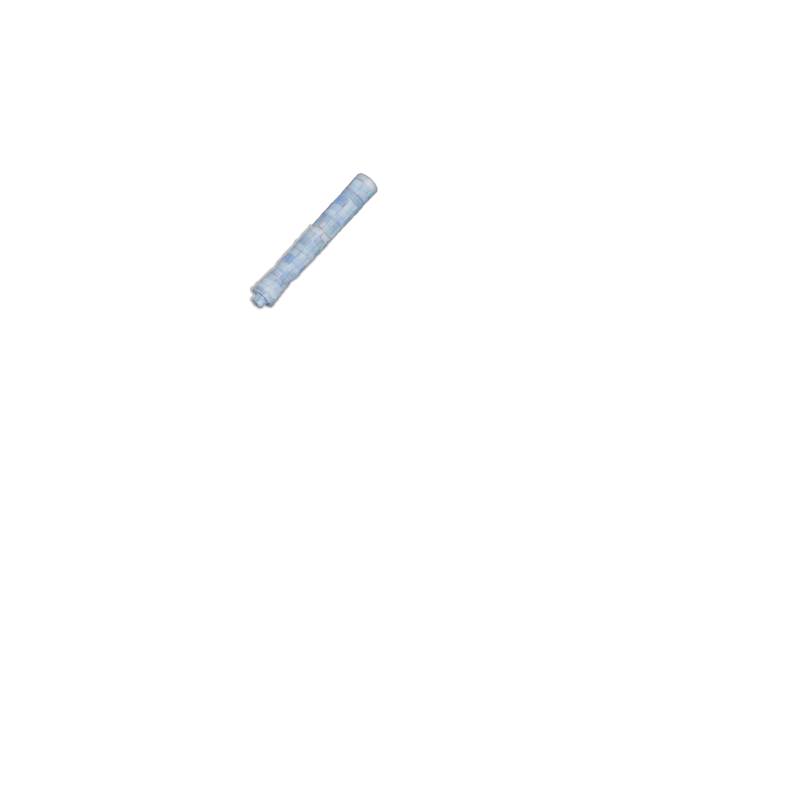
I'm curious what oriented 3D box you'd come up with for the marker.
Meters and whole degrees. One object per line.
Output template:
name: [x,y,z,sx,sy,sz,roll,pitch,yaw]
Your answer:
marker: [-0.060,-0.110,0.770,0.020,0.123,0.019,37,-17,10]
